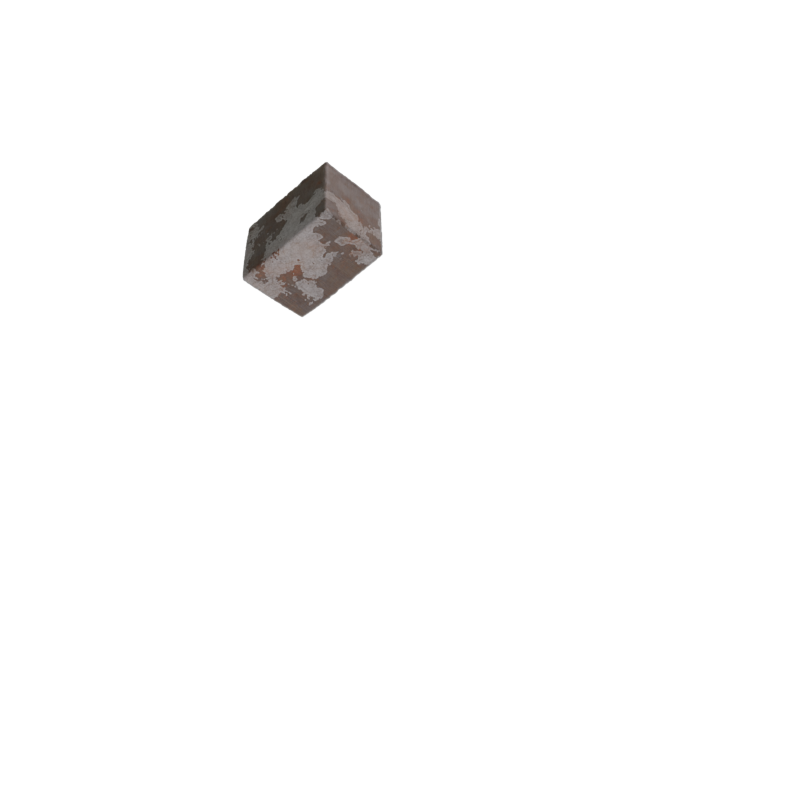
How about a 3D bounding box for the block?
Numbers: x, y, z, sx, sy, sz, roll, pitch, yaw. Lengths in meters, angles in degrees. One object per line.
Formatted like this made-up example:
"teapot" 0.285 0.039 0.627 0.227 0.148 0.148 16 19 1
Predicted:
"block" -0.056 -0.102 0.713 0.077 0.055 0.050 -36 -55 28
